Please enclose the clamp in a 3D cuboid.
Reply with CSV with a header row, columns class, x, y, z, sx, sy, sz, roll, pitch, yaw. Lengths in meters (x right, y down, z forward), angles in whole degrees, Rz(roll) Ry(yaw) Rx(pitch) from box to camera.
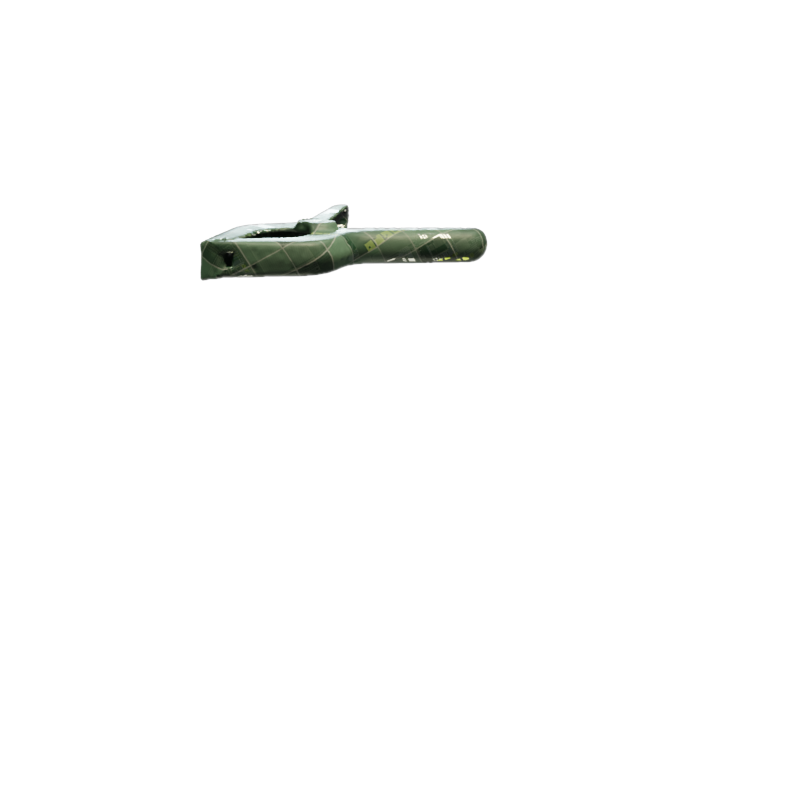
class,x,y,z,sx,sy,sz,roll,pitch,yaw
clamp,-0.065,-0.118,0.827,0.205,0.035,0.174,-12,21,-34
